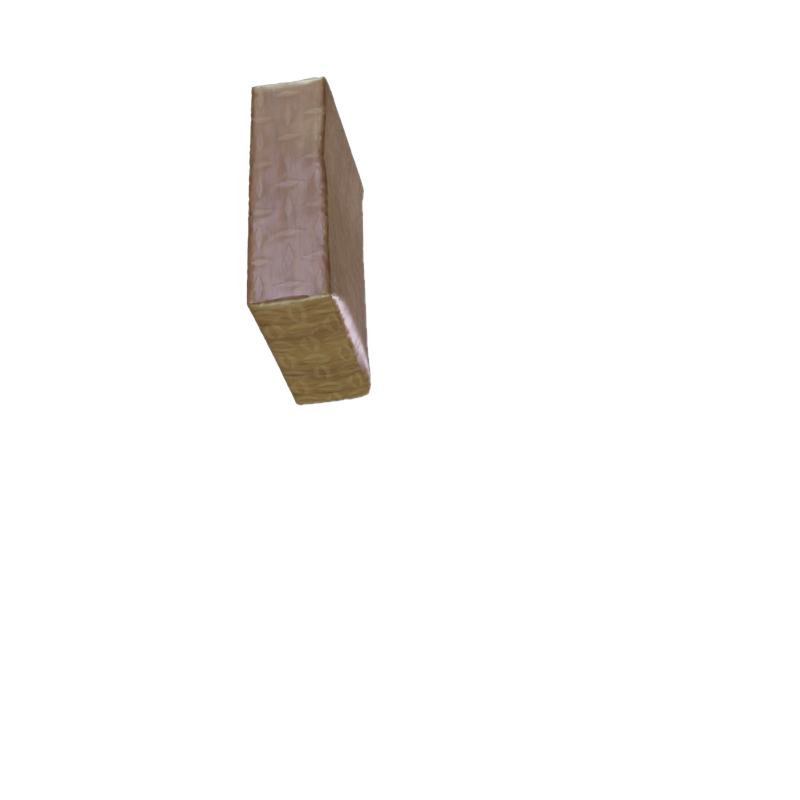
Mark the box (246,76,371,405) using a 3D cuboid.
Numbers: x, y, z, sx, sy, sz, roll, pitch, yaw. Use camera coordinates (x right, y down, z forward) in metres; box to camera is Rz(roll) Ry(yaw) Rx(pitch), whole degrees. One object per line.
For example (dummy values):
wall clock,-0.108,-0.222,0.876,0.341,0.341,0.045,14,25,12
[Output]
box,-0.071,-0.129,0.901,0.072,0.228,0.152,-7,-32,7
